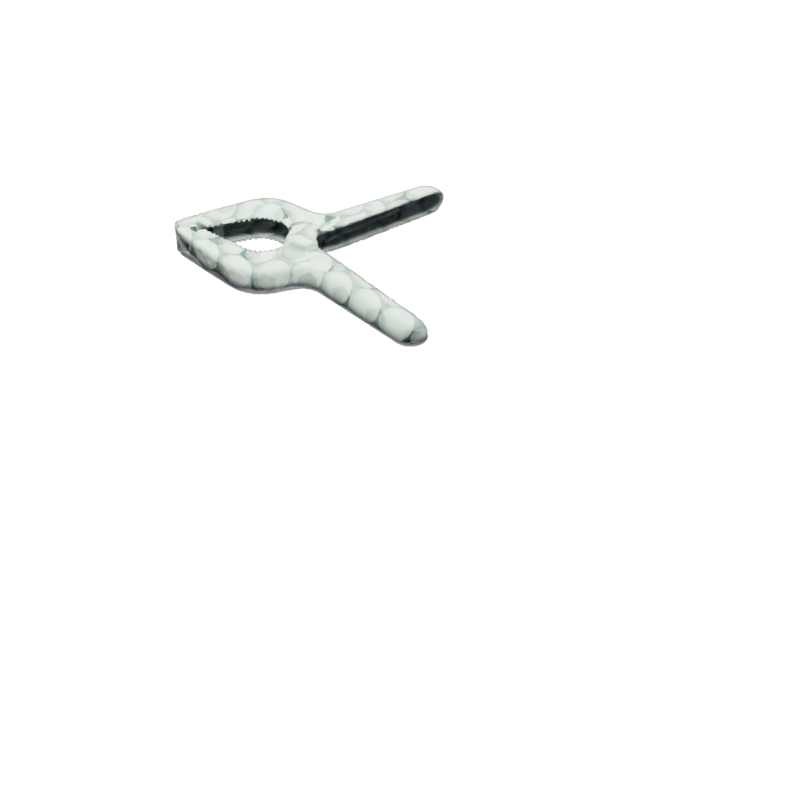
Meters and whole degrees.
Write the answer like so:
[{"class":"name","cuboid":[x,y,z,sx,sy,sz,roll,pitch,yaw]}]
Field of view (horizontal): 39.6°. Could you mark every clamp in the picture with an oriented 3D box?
[{"class":"clamp","cuboid":[-0.067,-0.122,0.857,0.214,0.034,0.173,11,47,10]}]
